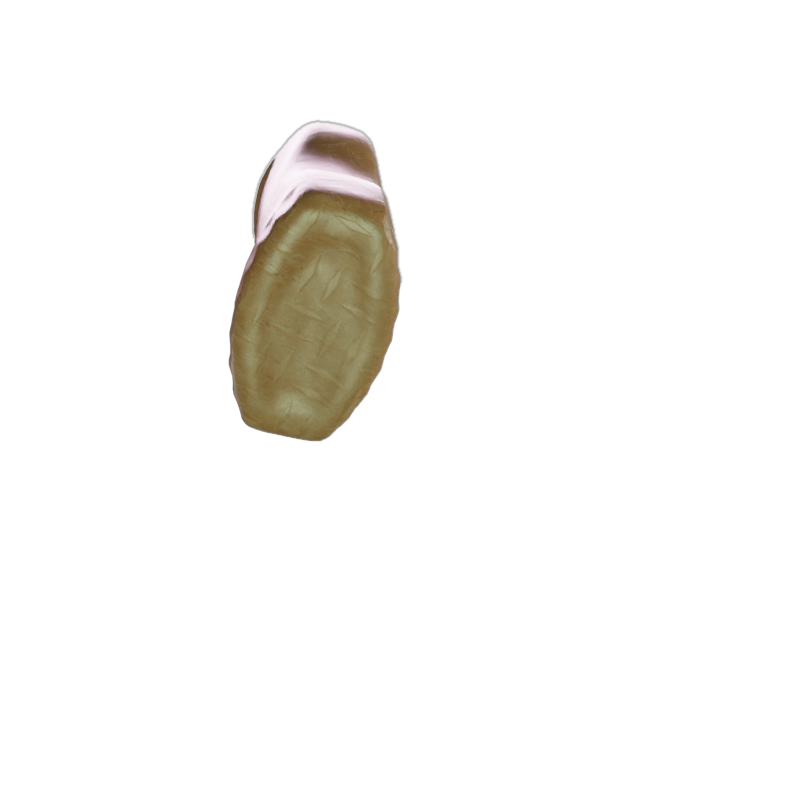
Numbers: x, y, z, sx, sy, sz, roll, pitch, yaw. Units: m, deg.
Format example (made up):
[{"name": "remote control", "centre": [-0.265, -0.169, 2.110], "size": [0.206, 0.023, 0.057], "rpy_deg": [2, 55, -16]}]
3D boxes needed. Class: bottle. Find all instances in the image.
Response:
[{"name": "bottle", "centre": [-0.037, -0.068, 0.478], "size": [0.058, 0.092, 0.202], "rpy_deg": [11, 23, -9]}]
